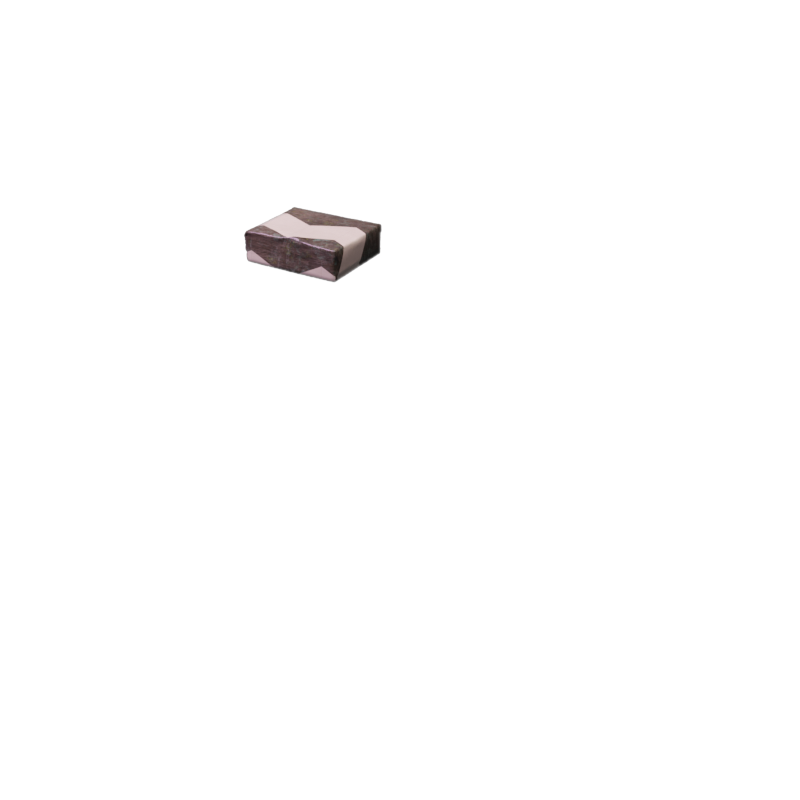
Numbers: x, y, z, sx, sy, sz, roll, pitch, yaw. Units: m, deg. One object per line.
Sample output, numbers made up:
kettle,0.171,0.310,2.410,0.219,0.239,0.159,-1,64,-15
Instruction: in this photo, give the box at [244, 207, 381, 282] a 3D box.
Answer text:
box,-0.071,-0.130,0.910,0.093,0.029,0.073,16,31,27
